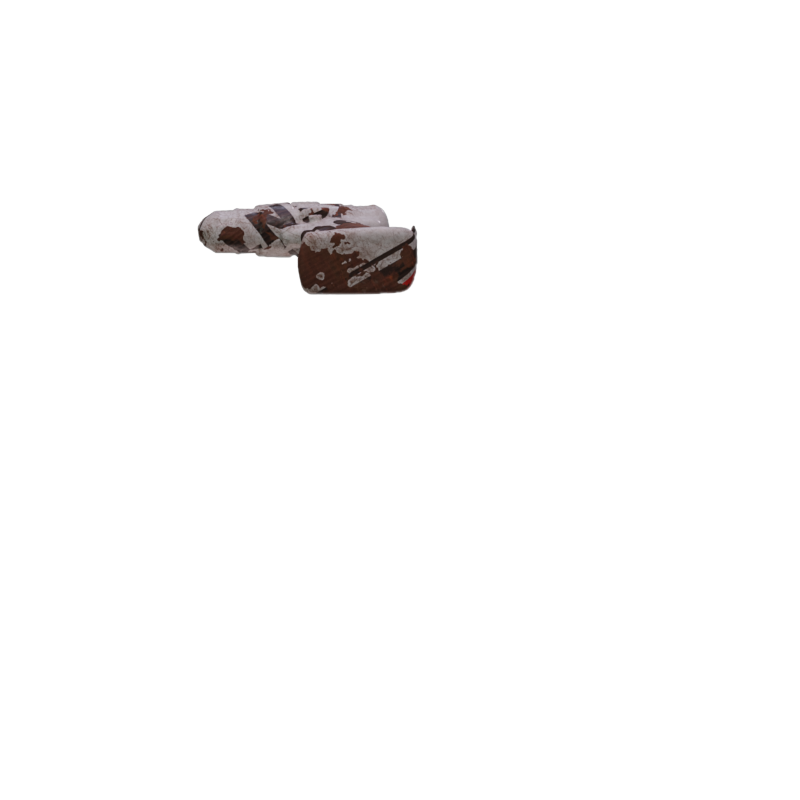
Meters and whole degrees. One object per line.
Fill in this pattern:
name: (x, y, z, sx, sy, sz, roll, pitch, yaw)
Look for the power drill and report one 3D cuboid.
power drill: (-0.078, -0.142, 0.993, 0.181, 0.055, 0.198, -6, 20, -17)
